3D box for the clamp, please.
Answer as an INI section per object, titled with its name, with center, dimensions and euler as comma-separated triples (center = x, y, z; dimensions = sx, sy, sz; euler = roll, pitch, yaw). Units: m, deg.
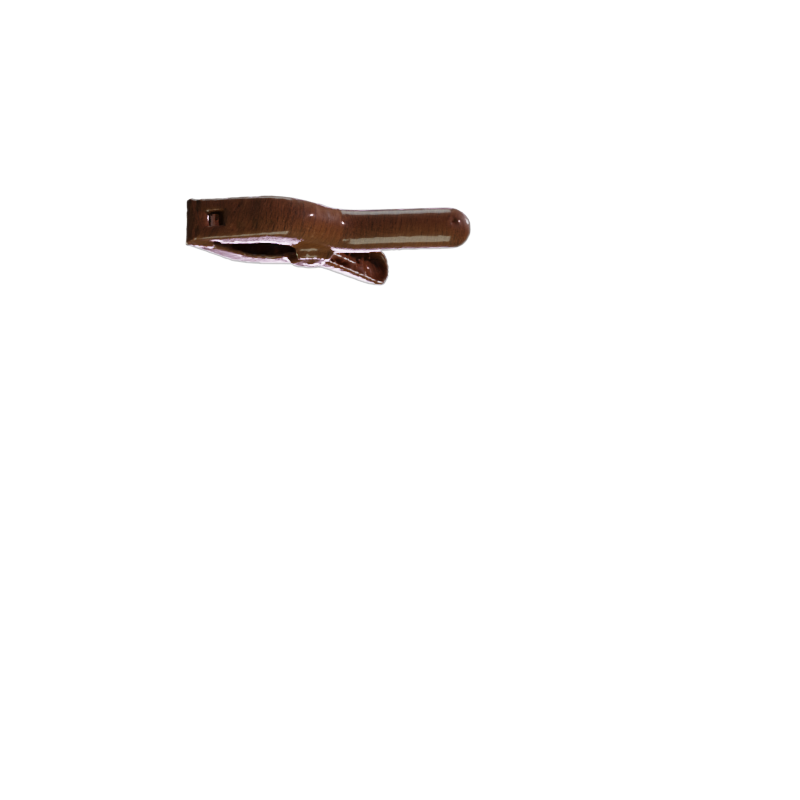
[clamp]
center = -0.055, -0.100, 0.704
dimensions = 0.167, 0.041, 0.118
euler = 5, -17, -16
